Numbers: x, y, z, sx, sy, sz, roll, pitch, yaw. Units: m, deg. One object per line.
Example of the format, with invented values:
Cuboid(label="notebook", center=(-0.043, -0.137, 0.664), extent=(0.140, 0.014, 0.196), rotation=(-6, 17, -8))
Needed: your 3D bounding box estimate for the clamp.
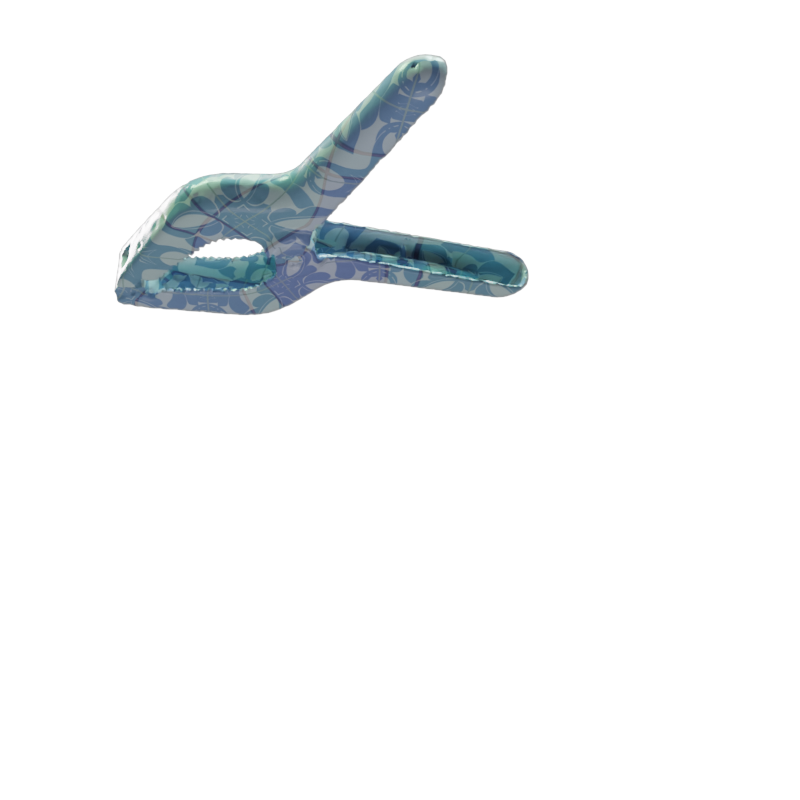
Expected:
Cuboid(label="clamp", center=(-0.044, -0.080, 0.563), extent=(0.212, 0.039, 0.152), rotation=(-16, -39, 21))
